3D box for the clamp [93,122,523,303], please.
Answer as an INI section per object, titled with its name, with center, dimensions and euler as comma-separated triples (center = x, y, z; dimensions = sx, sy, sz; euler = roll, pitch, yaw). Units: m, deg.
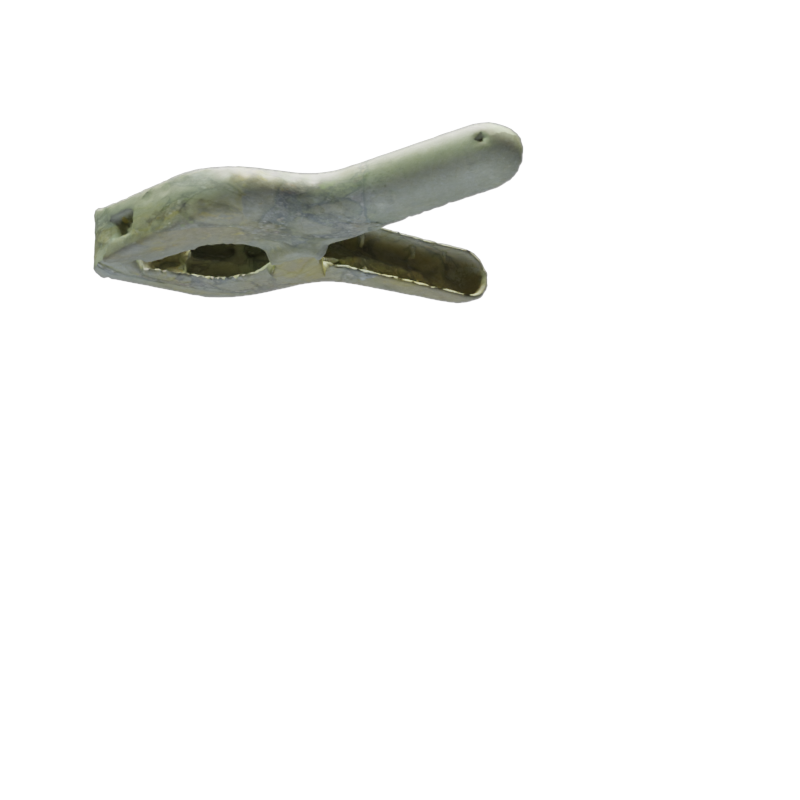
[clamp]
center = -0.036, -0.065, 0.456
dimensions = 0.173, 0.042, 0.112
euler = -4, -28, 7
